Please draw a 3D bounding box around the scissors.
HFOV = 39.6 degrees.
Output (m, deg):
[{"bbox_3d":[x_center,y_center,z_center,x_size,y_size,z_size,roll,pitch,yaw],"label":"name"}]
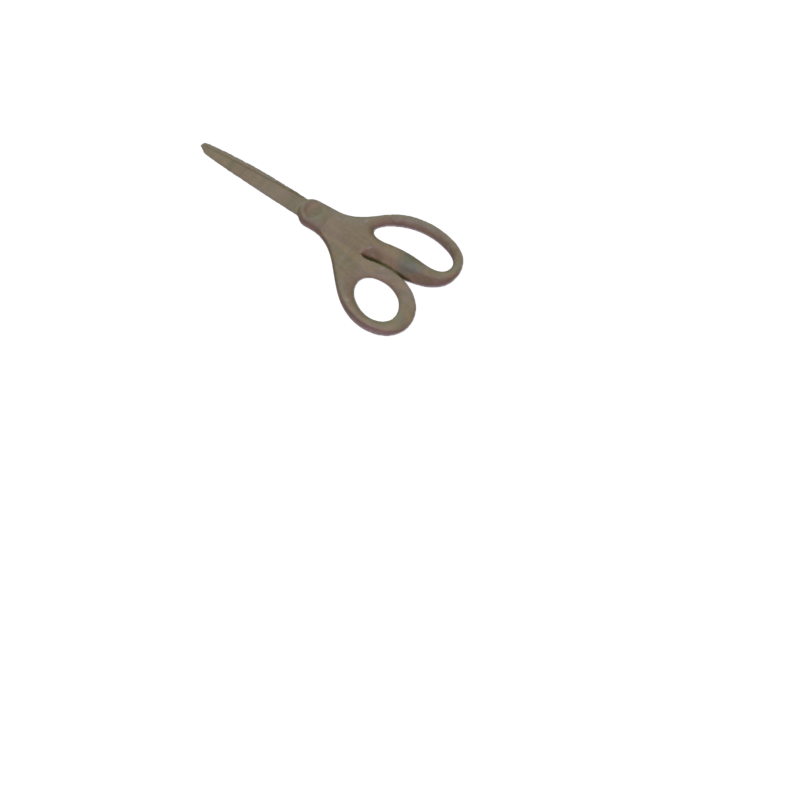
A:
[{"bbox_3d":[-0.059,-0.108,0.754,0.205,0.100,0.015,18,-24,8],"label":"scissors"}]
